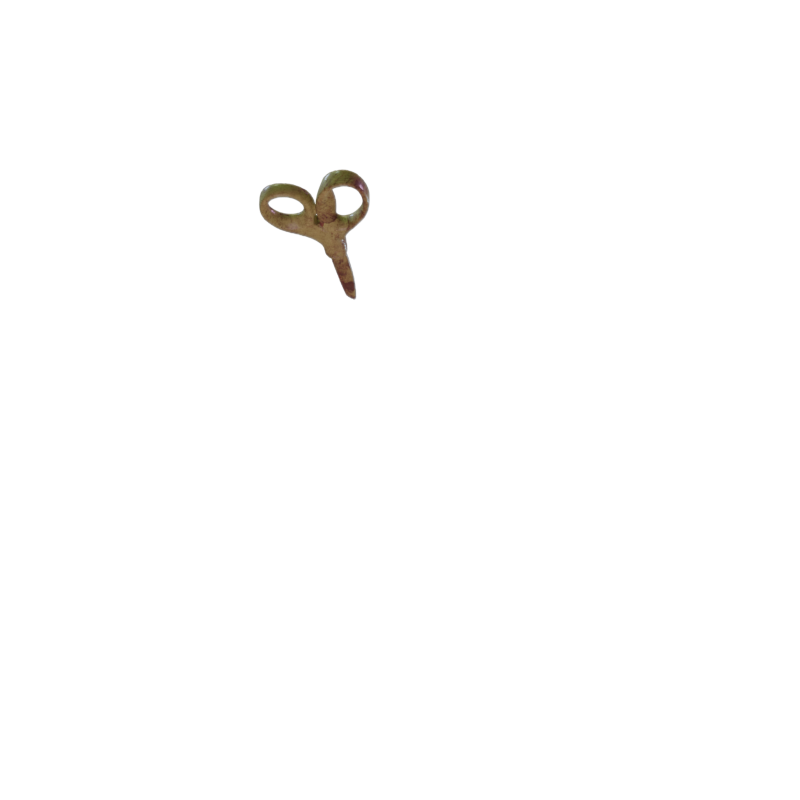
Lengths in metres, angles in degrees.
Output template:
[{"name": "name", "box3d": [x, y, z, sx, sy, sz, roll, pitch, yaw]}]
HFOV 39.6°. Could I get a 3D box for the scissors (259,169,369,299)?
[{"name": "scissors", "box3d": [-0.072, -0.132, 0.926, 0.095, 0.017, 0.192, 3, -24, -8]}]
